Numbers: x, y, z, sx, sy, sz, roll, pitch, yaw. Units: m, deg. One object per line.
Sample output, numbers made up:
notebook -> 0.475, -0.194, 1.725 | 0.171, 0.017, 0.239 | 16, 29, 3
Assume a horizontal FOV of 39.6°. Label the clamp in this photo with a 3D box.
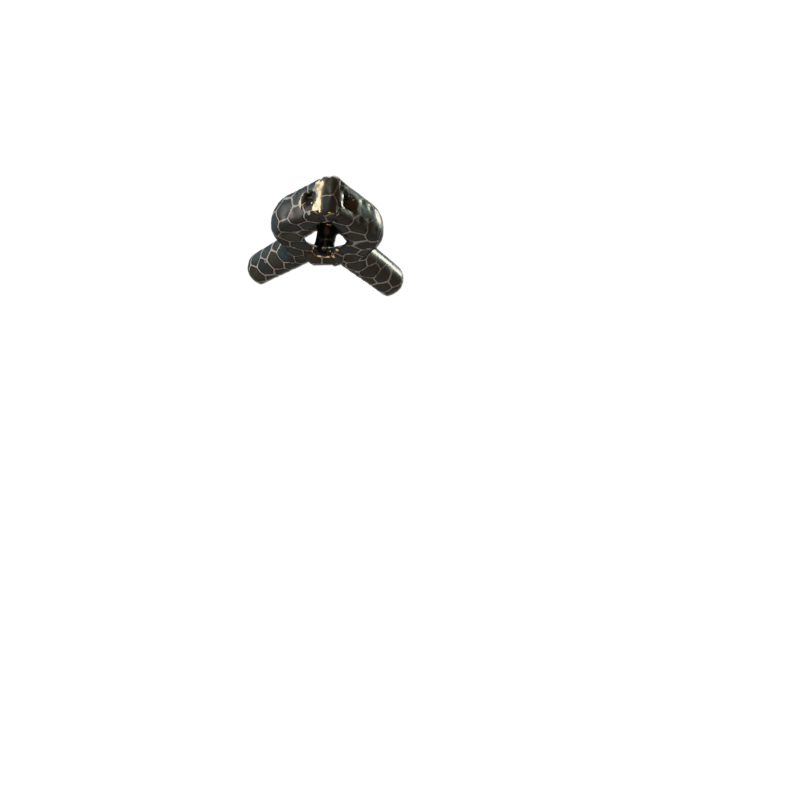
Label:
clamp -> -0.063, -0.115, 0.805 | 0.121, 0.041, 0.162 | -2, -18, 5
